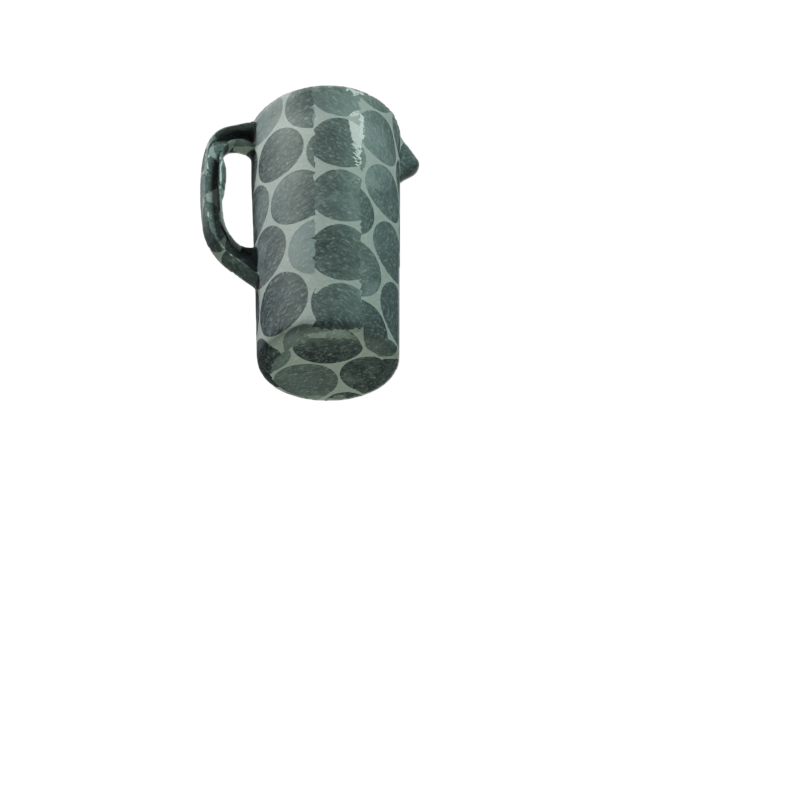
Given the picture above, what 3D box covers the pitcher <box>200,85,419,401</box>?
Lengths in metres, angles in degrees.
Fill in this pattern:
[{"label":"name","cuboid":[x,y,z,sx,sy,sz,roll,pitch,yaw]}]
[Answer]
[{"label":"pitcher","cuboid":[-0.070,-0.129,0.900,0.150,0.260,0.134,-19,-38,23]}]
